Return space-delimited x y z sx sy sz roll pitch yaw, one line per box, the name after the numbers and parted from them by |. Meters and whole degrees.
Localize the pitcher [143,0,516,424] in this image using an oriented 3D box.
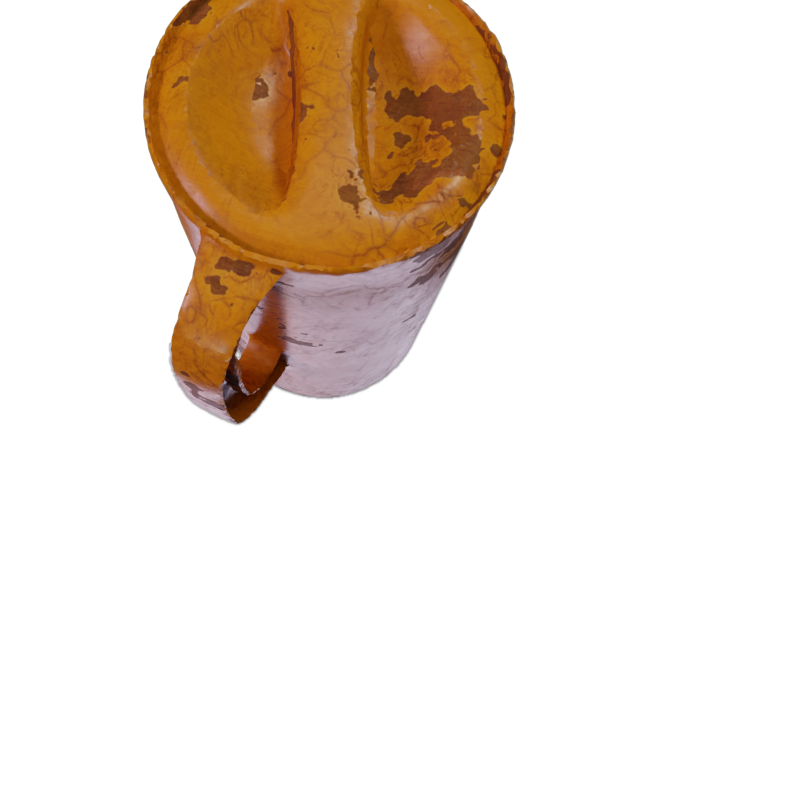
-0.039 -0.071 0.498 0.148 0.152 0.233 -18 -15 -8 | pitcher
